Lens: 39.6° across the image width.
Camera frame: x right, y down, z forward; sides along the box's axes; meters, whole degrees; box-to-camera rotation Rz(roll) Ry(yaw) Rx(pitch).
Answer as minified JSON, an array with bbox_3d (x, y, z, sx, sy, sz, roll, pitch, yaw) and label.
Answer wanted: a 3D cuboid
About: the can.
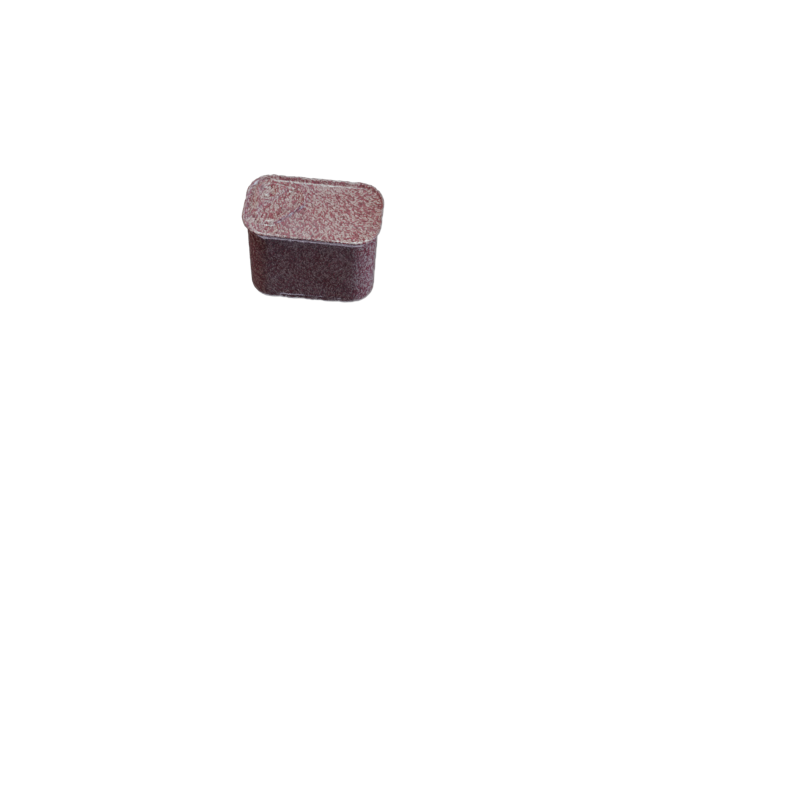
[{"bbox_3d":[-0.066,-0.120,0.838,0.102,0.061,0.078,6,-32,2],"label":"can"}]
